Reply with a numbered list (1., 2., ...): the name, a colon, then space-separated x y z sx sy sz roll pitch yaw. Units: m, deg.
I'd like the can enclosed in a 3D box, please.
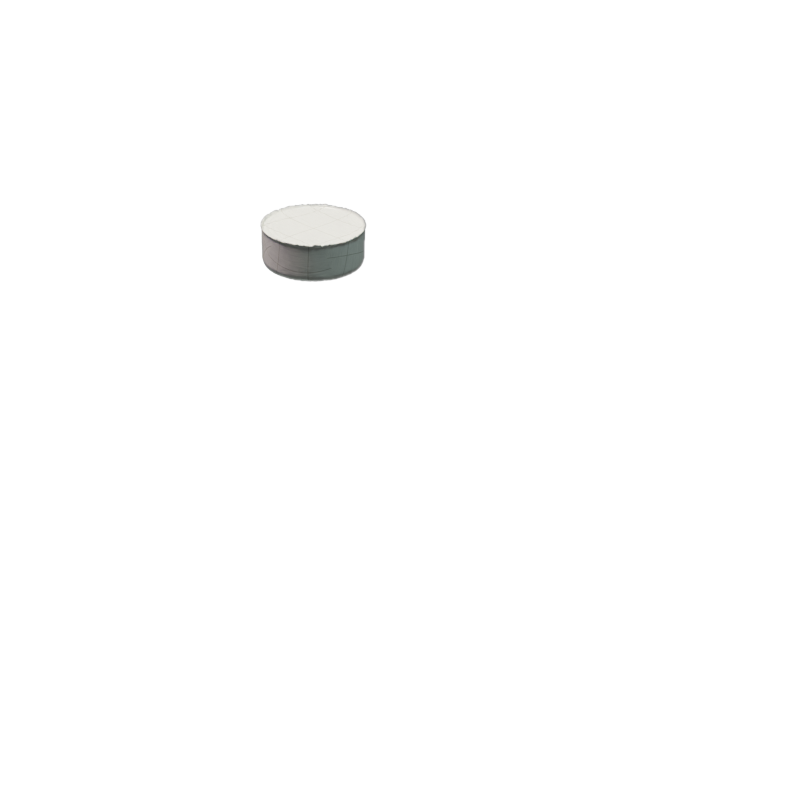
1. can: -0.071 -0.130 0.907 0.086 0.032 0.091 -1 30 -2
